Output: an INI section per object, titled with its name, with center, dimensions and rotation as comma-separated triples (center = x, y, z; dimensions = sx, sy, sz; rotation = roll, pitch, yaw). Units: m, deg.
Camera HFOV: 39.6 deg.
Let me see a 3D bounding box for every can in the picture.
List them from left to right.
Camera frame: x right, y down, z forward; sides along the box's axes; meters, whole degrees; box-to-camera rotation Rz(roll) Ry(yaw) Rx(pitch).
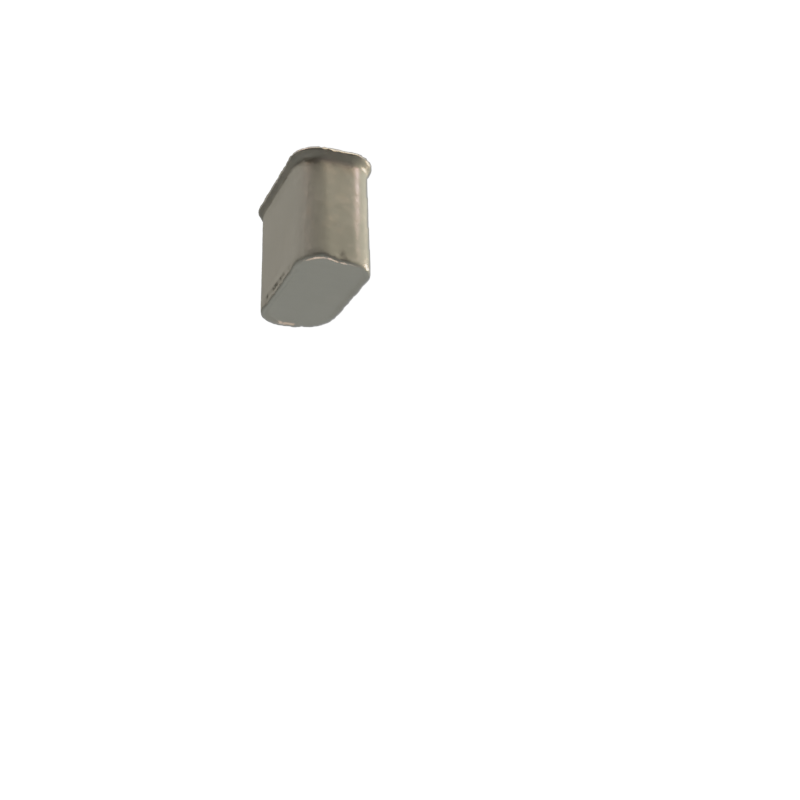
[can]
center = -0.058, -0.106, 0.741
dimensions = 0.056, 0.089, 0.099
rotation = 10, -29, -21
